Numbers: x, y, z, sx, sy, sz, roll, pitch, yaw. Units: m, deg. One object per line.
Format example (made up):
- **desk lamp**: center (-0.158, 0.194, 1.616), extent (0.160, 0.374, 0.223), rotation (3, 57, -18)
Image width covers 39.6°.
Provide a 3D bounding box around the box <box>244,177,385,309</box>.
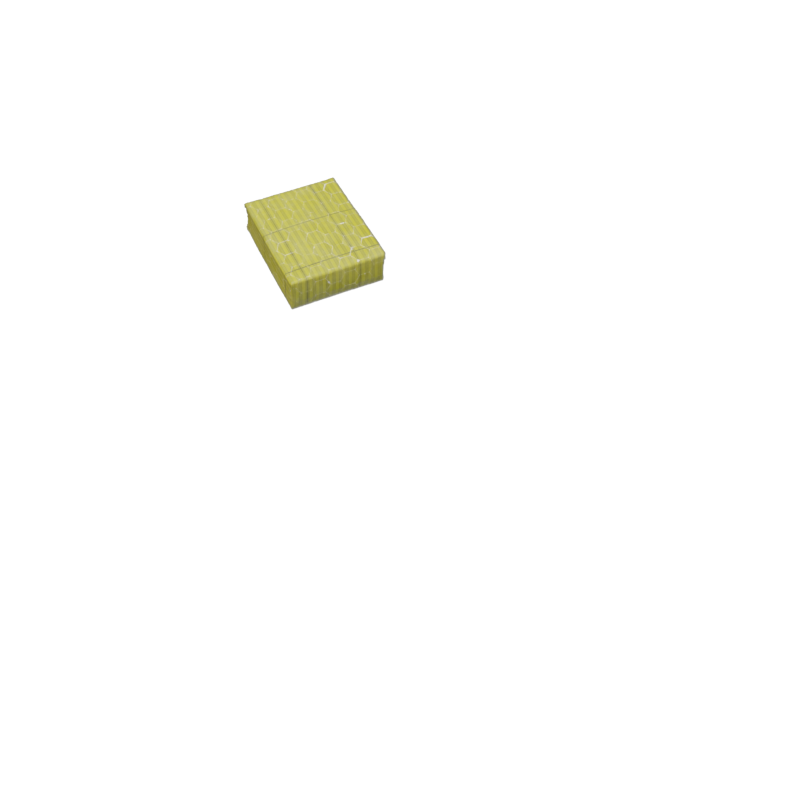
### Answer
- **box**: center (-0.077, -0.141, 0.985), extent (0.089, 0.036, 0.123), rotation (-19, 50, -17)
